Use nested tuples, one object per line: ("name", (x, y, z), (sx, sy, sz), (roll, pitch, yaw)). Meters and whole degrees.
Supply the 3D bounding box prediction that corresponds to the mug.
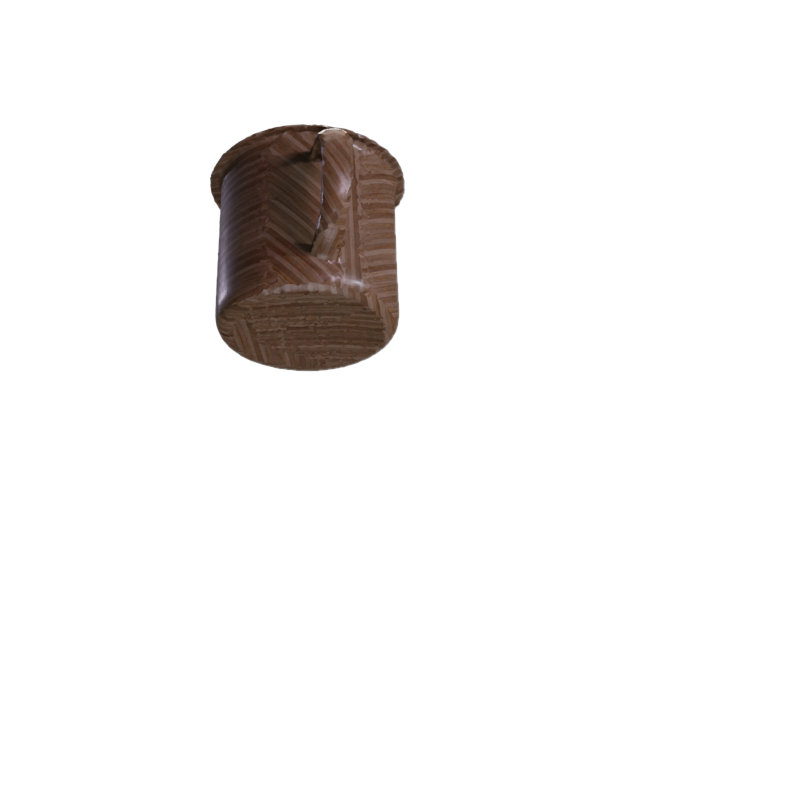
("mug", (-0.039, -0.071, 0.499), (0.091, 0.087, 0.112), (7, -31, -14))
